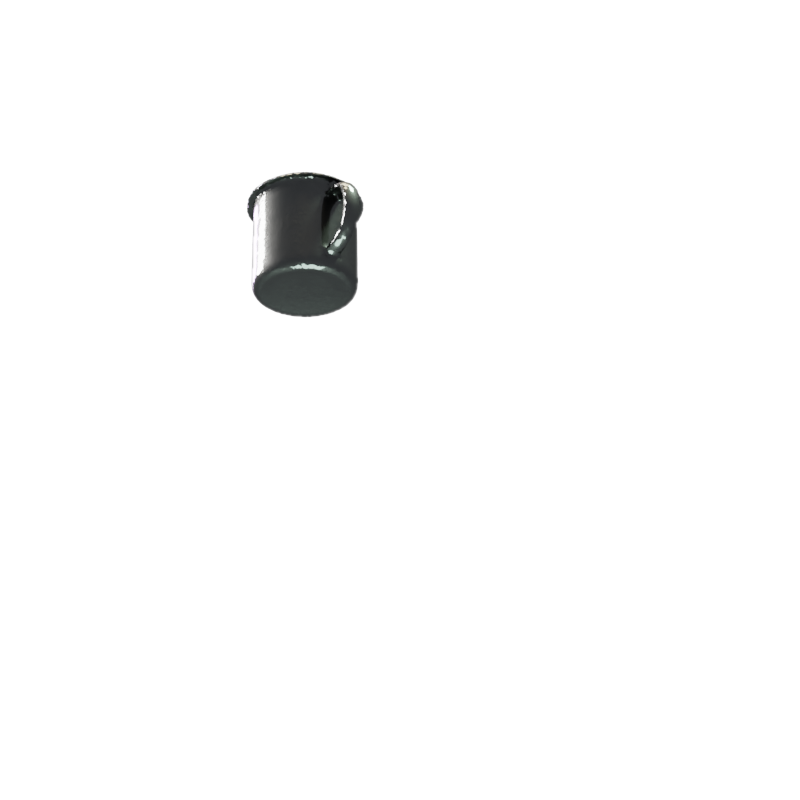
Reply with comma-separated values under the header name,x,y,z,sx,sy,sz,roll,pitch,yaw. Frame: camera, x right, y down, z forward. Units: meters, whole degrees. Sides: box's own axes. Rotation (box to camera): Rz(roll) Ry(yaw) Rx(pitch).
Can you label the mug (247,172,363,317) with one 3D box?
name,x,y,z,sx,sy,sz,roll,pitch,yaw
mug,-0.067,-0.122,0.856,0.088,0.087,0.116,19,-35,-31
